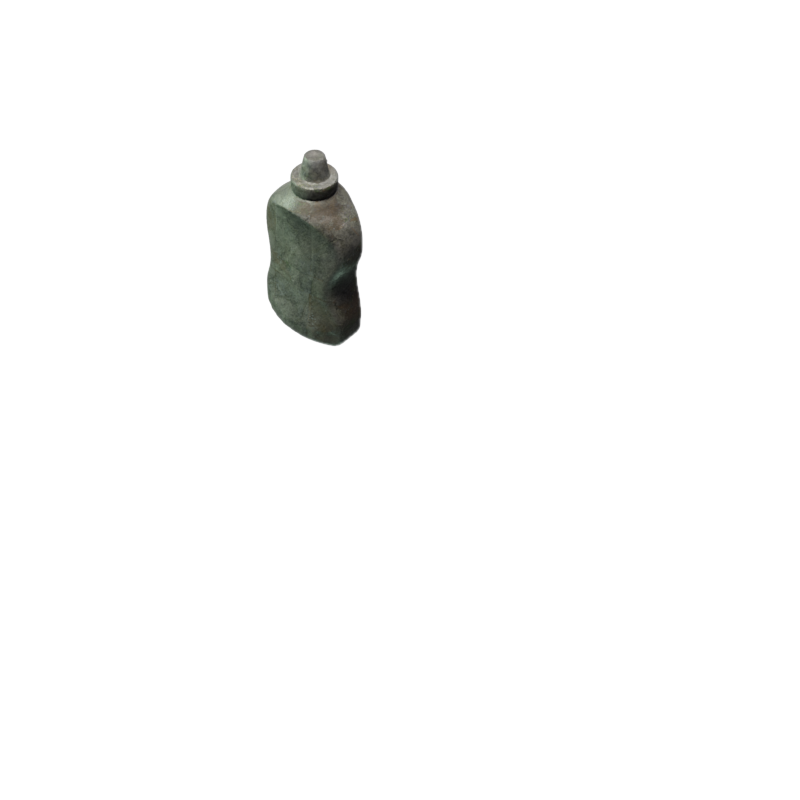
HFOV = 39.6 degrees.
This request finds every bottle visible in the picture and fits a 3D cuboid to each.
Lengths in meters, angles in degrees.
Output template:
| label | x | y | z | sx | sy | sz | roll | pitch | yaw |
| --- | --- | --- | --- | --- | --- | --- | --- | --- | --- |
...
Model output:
| label | x | y | z | sx | sy | sz | roll | pitch | yaw |
| --- | --- | --- | --- | --- | --- | --- | --- | --- | --- |
| bottle | -0.077 | -0.141 | 0.988 | 0.102 | 0.179 | 0.059 | 36 | 53 | 28 |
